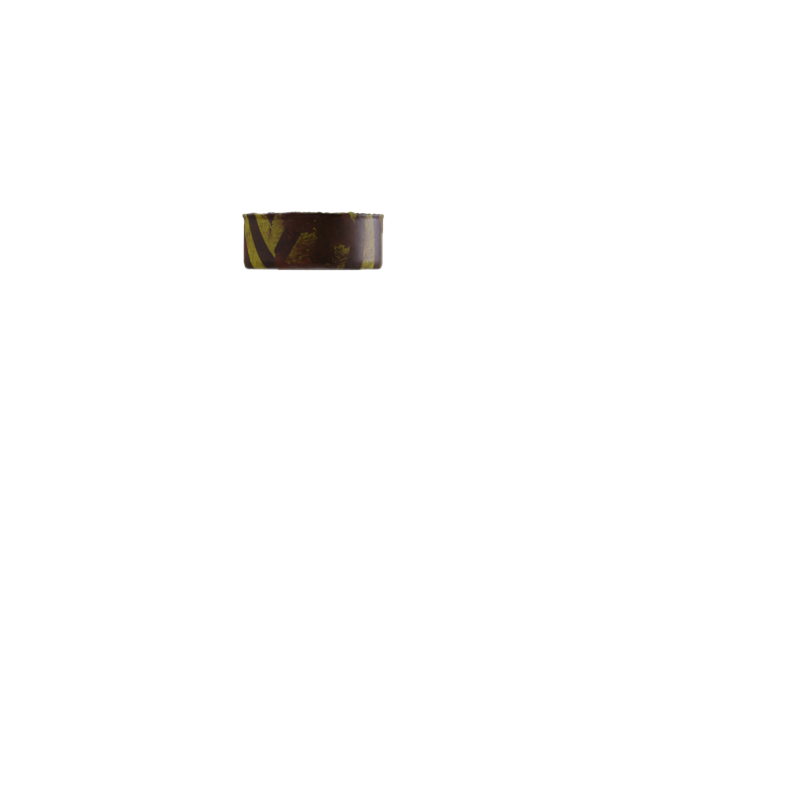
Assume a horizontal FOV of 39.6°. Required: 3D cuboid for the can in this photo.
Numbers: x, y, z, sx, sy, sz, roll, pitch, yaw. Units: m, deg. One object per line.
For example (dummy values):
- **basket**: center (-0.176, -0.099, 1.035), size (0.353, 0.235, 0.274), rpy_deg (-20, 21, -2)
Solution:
- **can**: center (-0.052, -0.096, 0.671), size (0.086, 0.033, 0.087), rpy_deg (0, 6, -2)
